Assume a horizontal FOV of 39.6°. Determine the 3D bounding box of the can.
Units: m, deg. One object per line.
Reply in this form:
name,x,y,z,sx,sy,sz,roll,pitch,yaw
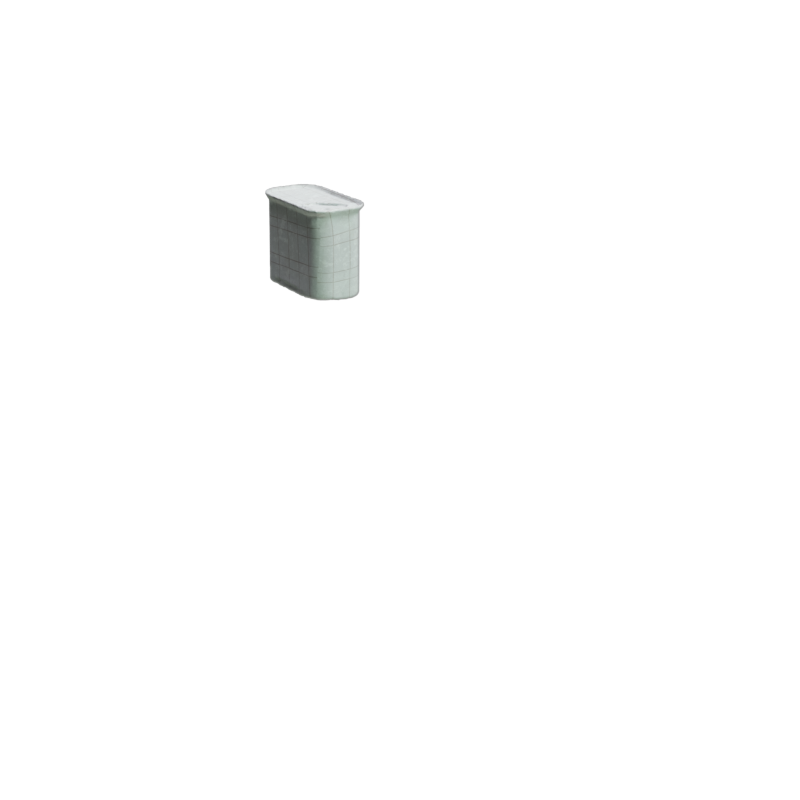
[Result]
can,-0.077,-0.141,0.991,0.056,0.080,0.109,-11,23,-32
